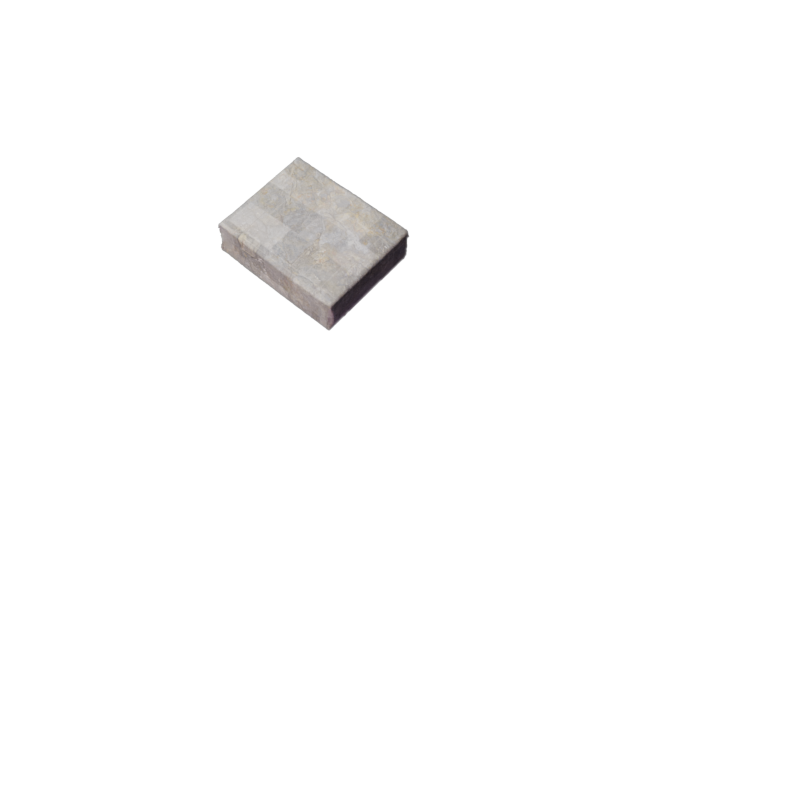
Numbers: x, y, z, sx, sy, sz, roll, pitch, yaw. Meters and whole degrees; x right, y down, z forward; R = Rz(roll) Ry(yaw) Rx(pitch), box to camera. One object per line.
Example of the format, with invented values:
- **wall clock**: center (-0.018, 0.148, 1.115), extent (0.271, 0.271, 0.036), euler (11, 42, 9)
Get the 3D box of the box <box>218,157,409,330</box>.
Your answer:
- **box**: center (-0.065, -0.118, 0.825), extent (0.120, 0.091, 0.036), euler (35, -29, 22)
